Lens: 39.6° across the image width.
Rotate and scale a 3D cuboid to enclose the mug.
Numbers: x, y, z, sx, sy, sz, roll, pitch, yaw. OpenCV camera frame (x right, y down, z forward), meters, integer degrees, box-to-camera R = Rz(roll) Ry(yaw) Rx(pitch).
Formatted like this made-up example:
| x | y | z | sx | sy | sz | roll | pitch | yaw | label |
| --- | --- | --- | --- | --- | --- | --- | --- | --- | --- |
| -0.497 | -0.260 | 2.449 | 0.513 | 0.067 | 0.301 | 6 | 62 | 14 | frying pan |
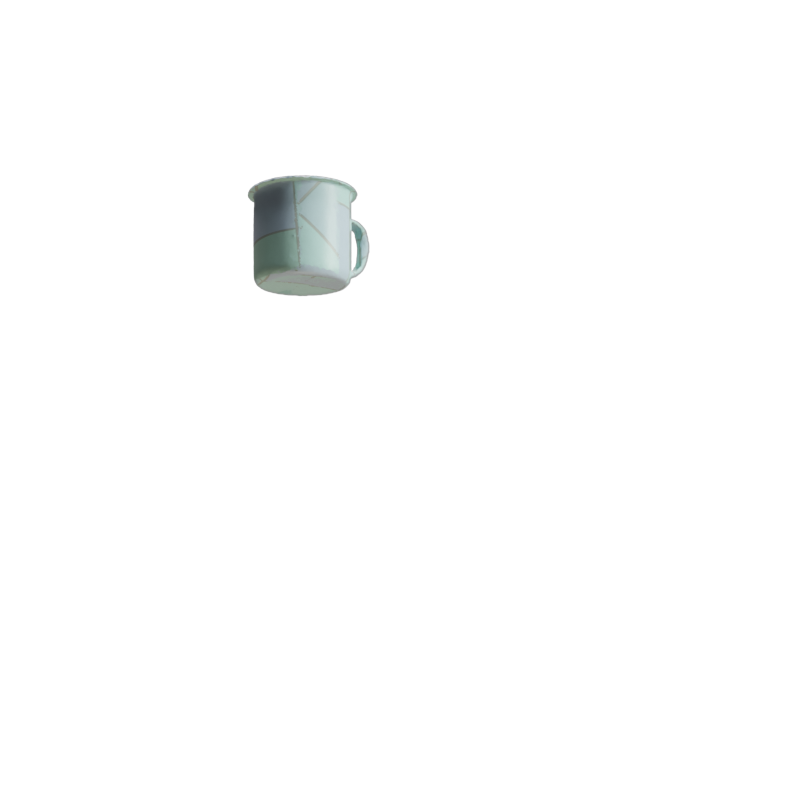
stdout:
| x | y | z | sx | sy | sz | roll | pitch | yaw | label |
| --- | --- | --- | --- | --- | --- | --- | --- | --- | --- |
| -0.073 | -0.134 | 0.939 | 0.111 | 0.084 | 0.095 | 10 | -16 | -42 | mug |
